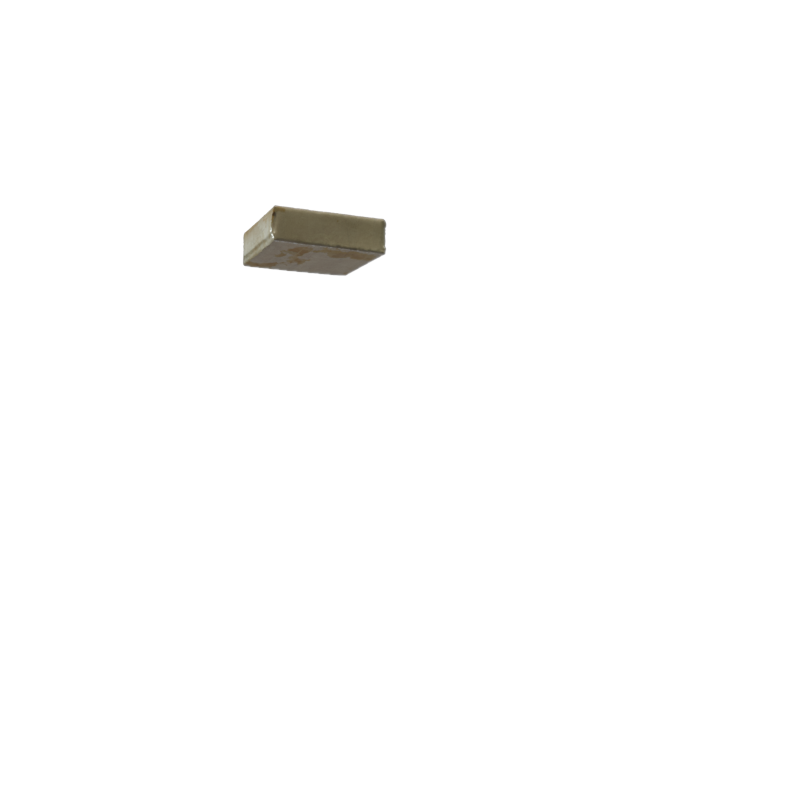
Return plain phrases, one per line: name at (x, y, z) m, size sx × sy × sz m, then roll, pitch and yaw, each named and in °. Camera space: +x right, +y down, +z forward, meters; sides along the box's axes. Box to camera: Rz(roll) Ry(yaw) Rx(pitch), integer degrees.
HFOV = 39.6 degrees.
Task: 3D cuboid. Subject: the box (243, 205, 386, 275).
box at (-0.065, -0.118, 0.826) m, size 0.087 × 0.031 × 0.073 m, roll 4°, pitch -10°, yaw -22°
